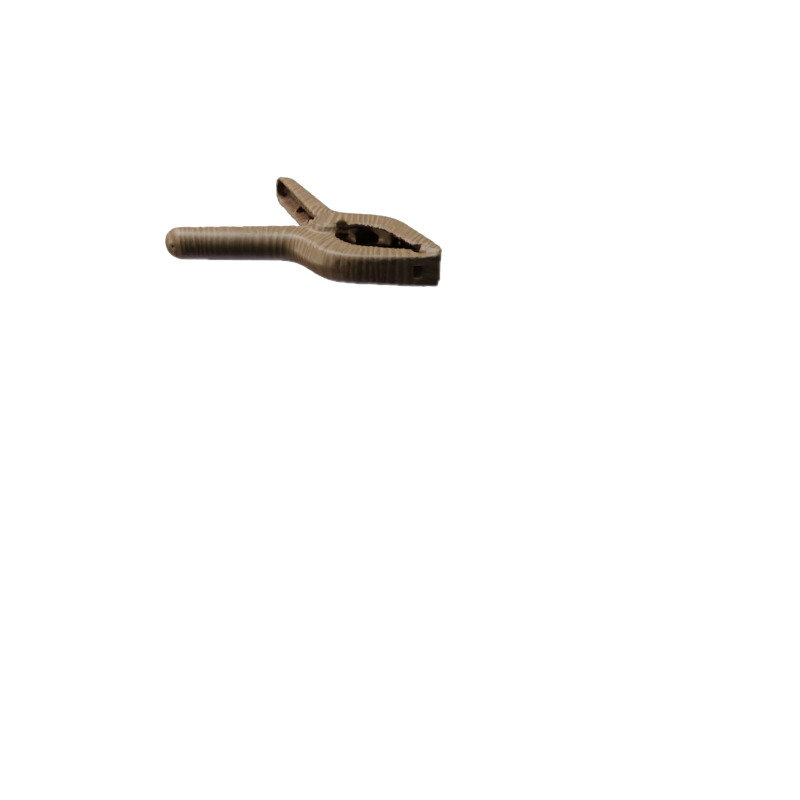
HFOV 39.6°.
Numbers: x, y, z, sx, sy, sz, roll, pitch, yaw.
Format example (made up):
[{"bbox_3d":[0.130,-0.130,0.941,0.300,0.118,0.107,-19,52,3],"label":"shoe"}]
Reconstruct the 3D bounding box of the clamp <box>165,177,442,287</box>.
[{"bbox_3d":[-0.069,-0.125,0.875,0.222,0.034,0.165,22,36,33],"label":"clamp"}]
